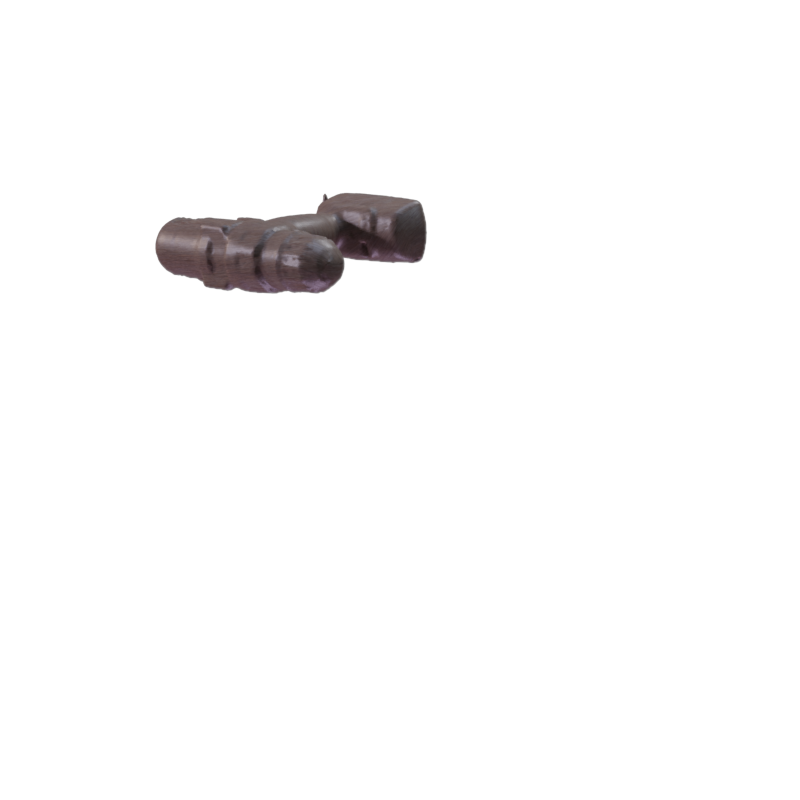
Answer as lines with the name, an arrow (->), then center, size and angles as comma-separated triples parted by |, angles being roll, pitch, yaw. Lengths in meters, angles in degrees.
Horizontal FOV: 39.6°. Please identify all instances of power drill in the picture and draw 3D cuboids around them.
power drill -> -0.067, -0.122, 0.852 | 0.194, 0.056, 0.183 | 15, 21, 42
